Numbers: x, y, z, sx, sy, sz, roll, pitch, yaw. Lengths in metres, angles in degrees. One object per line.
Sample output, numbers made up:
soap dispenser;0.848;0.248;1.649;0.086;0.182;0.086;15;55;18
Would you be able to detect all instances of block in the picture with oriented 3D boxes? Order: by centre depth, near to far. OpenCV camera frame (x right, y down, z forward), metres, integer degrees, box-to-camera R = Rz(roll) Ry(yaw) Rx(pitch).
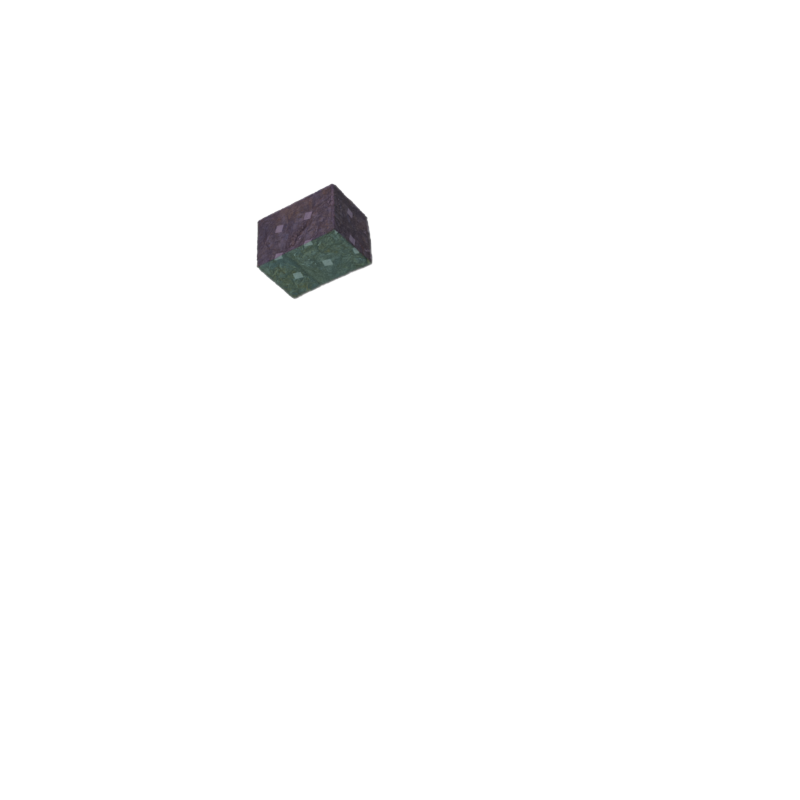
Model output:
block;-0.069;-0.126;0.880;0.078;0.055;0.049;-22;-41;25
